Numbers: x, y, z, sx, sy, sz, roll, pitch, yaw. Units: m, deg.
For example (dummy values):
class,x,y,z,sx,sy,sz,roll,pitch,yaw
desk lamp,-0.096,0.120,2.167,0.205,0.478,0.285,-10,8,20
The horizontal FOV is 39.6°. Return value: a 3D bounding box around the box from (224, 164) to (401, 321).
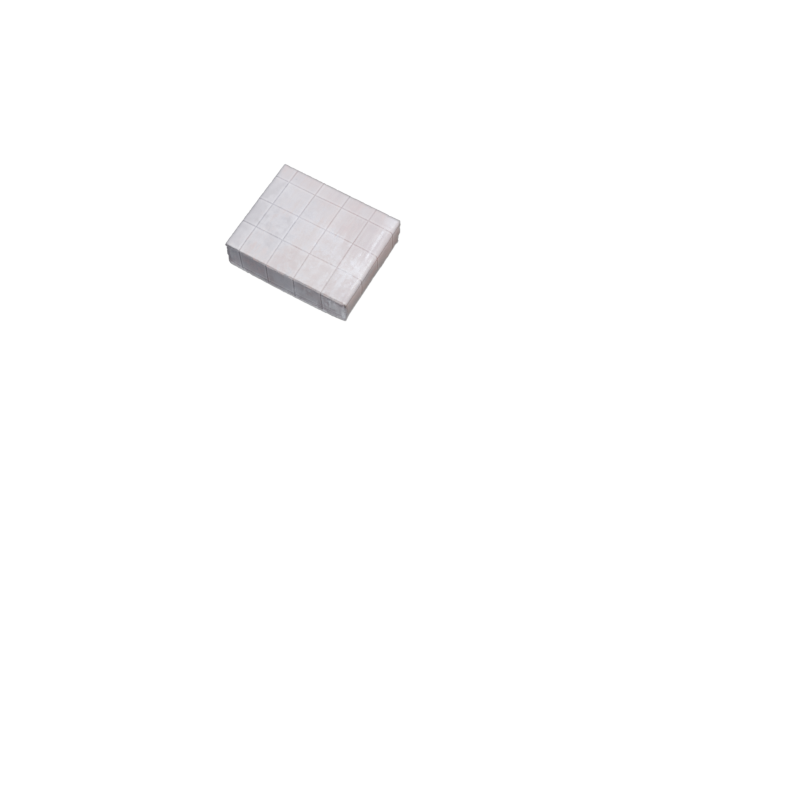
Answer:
class,x,y,z,sx,sy,sz,roll,pitch,yaw
box,-0.070,-0.127,0.891,0.117,0.092,0.037,28,-24,13
